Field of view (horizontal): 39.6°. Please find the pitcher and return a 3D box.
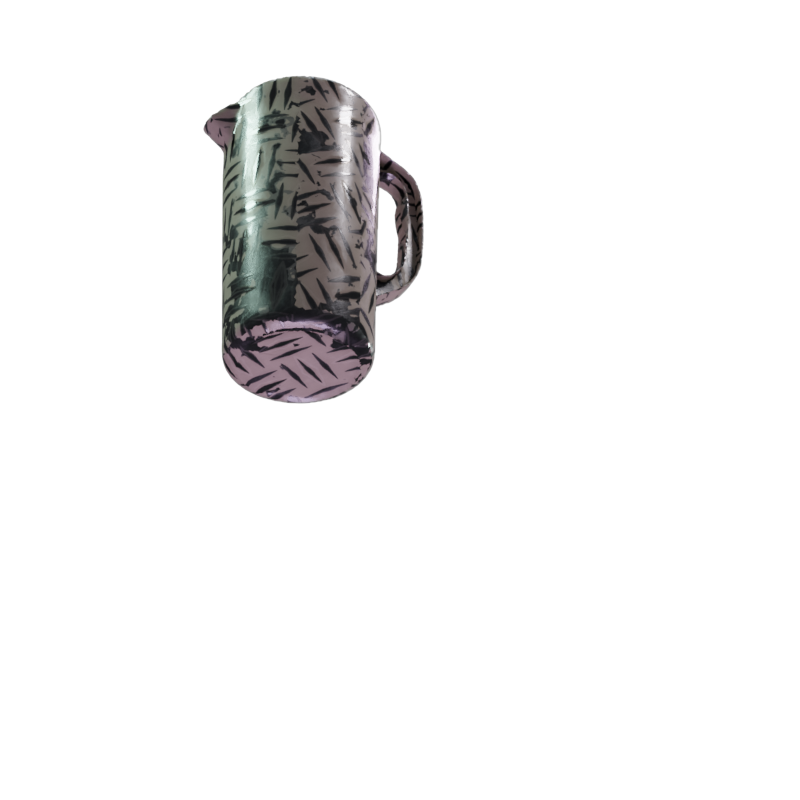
[{"bbox_3d":[-0.067,-0.122,0.855,0.151,0.261,0.133,-14,-39,14],"label":"pitcher"}]
